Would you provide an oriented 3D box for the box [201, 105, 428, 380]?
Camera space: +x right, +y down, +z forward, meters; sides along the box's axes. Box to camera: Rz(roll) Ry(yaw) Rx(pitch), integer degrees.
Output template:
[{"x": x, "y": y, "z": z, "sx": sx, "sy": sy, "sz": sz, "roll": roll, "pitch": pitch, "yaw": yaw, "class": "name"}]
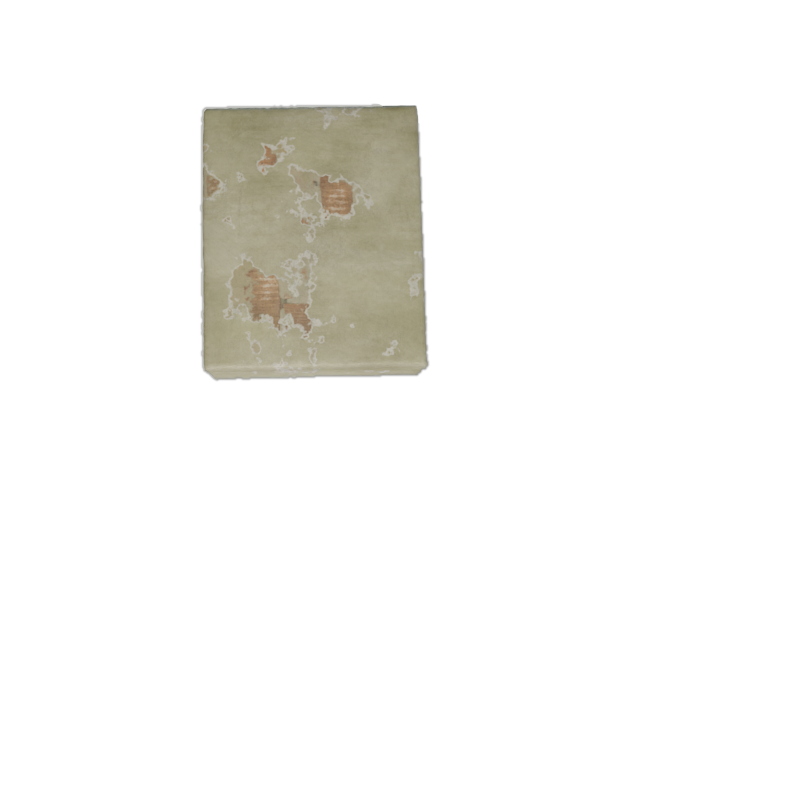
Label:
[{"x": -0.036, "y": -0.066, "z": 0.463, "sx": 0.090, "sy": 0.117, "sz": 0.038, "roll": -2, "pitch": -10, "yaw": -1, "class": "box"}]
